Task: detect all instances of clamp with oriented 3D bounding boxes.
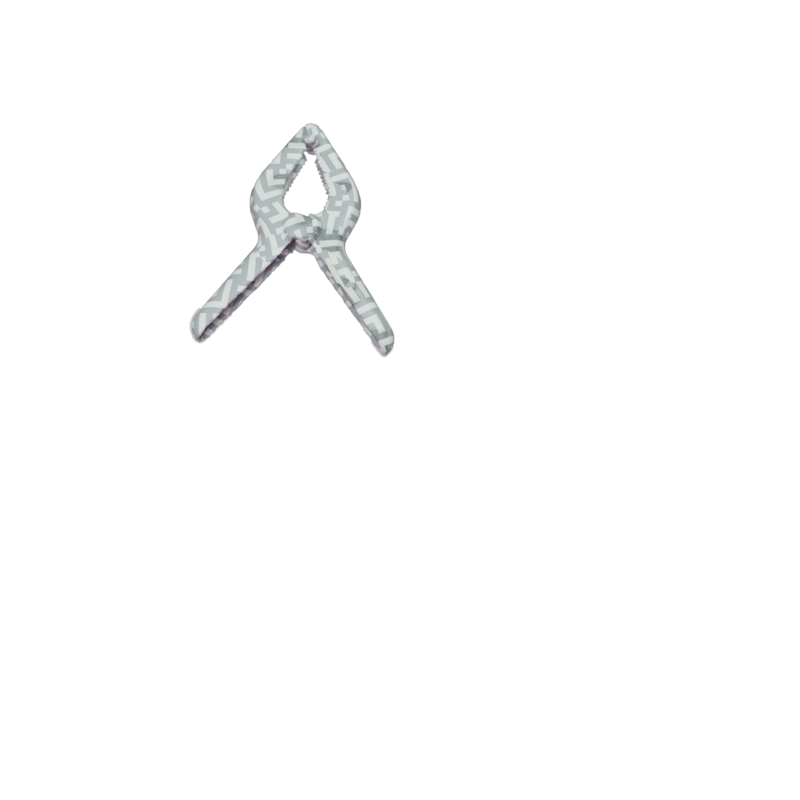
[{"bbox_3d":[-0.073,-0.133,0.934,0.166,0.219,0.035,10,-22,4],"label":"clamp"}]
